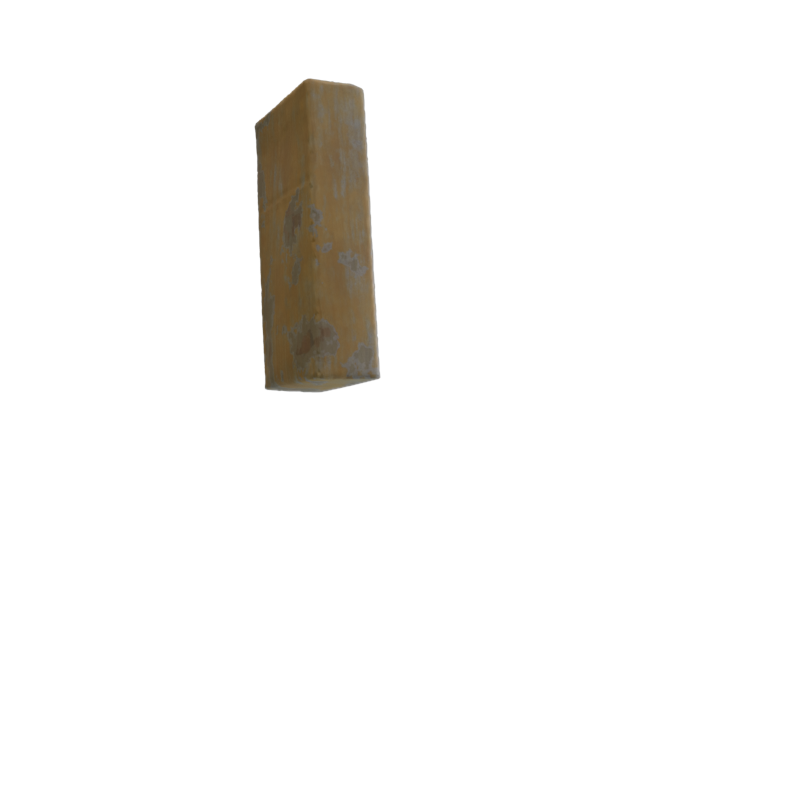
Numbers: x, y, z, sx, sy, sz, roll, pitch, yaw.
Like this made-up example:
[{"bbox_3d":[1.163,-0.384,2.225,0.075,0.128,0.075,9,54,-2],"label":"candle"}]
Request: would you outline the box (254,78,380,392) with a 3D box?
[{"bbox_3d":[-0.052,-0.096,0.674,0.046,0.181,0.094,5,-12,-26],"label":"box"}]
